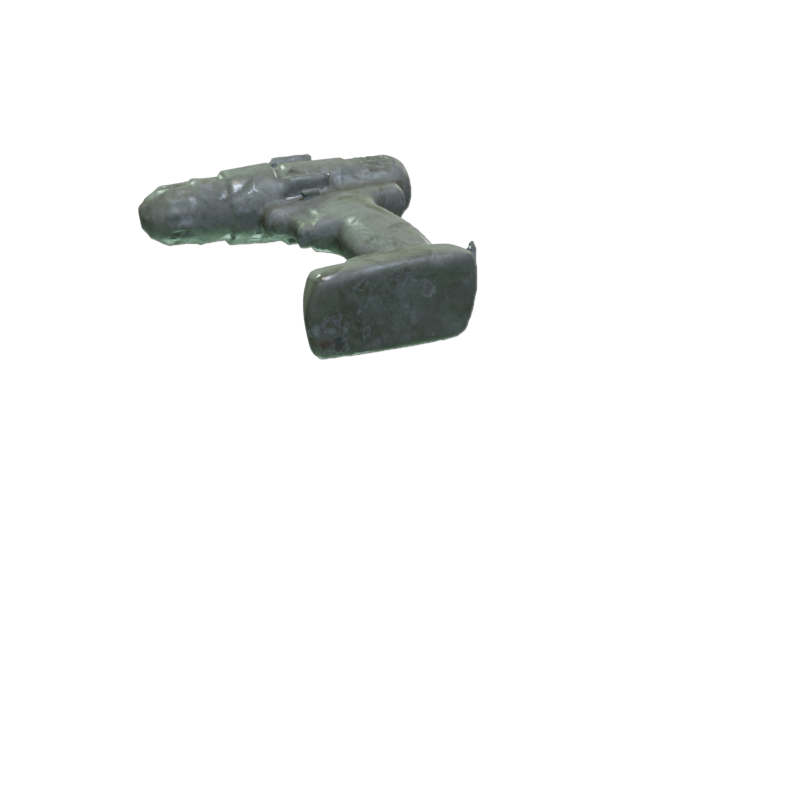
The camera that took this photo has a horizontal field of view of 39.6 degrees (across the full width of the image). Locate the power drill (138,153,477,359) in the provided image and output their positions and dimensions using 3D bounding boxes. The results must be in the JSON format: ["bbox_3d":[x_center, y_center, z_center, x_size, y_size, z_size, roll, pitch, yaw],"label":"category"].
[{"bbox_3d":[-0.053,-0.097,0.676,0.182,0.054,0.202,-12,35,-19],"label":"power drill"}]
